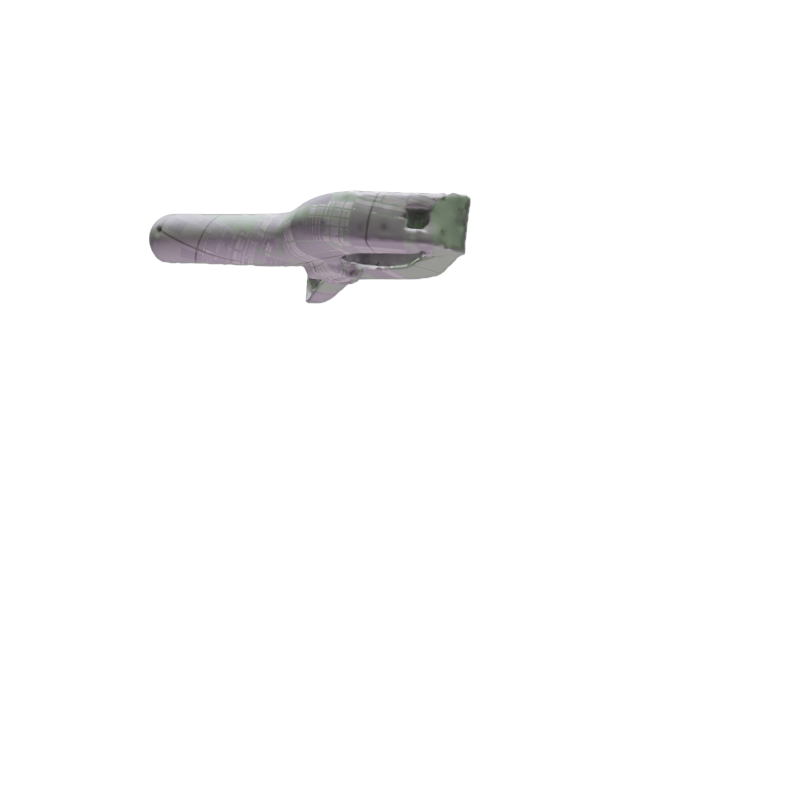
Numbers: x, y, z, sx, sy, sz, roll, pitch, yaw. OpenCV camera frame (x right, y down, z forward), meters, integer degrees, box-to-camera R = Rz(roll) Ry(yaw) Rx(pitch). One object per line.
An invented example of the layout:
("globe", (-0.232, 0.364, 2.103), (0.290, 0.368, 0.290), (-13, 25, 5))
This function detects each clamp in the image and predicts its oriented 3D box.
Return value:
("clamp", (-0.042, -0.077, 0.542), (0.115, 0.040, 0.175), (5, -8, -35))
